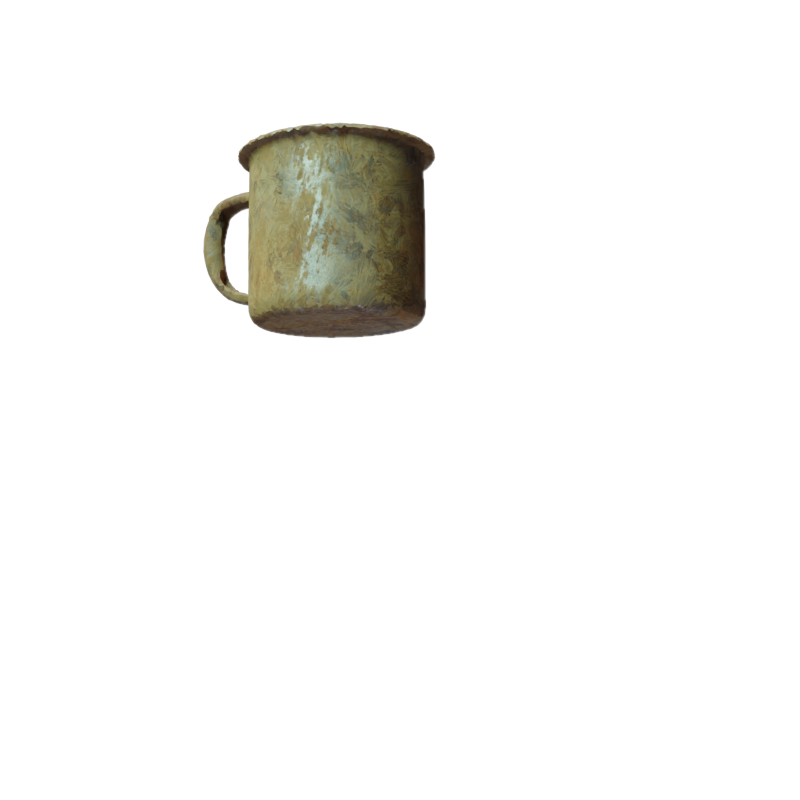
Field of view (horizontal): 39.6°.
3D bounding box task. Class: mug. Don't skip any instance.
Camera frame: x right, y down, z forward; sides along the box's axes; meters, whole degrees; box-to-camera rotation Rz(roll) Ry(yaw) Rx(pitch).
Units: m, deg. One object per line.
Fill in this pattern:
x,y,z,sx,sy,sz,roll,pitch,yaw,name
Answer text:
-0.041,-0.074,0.519,0.120,0.084,0.089,-4,-10,22,mug
